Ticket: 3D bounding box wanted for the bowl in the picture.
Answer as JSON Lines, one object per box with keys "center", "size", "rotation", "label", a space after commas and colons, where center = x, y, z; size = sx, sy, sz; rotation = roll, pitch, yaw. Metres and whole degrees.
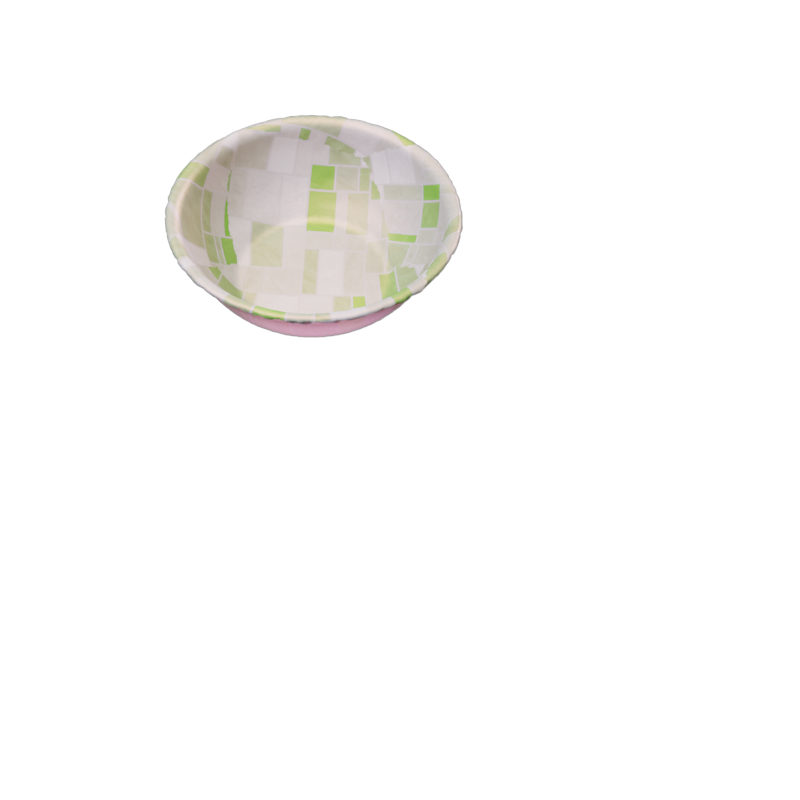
{"center": [-0.049, -0.088, 0.620], "size": [0.162, 0.174, 0.051], "rotation": [-1, -41, -1], "label": "bowl"}
